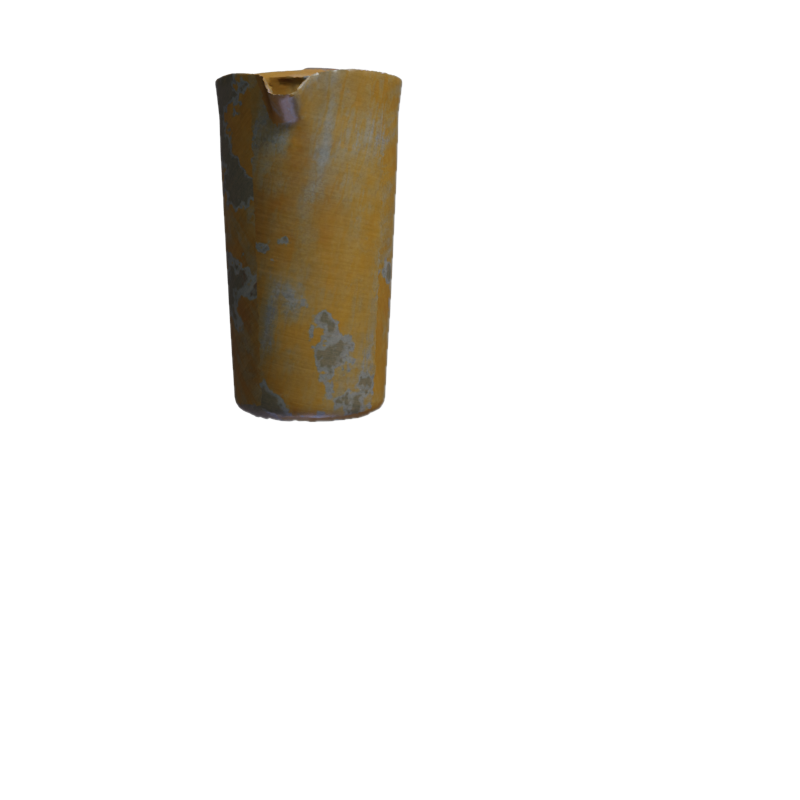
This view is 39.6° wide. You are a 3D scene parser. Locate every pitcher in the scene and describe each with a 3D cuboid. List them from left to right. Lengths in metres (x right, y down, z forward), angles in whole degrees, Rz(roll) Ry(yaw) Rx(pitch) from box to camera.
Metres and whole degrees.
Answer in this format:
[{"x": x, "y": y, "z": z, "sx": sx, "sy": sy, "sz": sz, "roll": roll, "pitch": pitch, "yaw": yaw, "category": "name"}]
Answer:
[{"x": -0.063, "y": -0.115, "z": 0.802, "sx": 0.144, "sy": 0.242, "sz": 0.151, "roll": -2, "pitch": 3, "yaw": -37, "category": "pitcher"}]
